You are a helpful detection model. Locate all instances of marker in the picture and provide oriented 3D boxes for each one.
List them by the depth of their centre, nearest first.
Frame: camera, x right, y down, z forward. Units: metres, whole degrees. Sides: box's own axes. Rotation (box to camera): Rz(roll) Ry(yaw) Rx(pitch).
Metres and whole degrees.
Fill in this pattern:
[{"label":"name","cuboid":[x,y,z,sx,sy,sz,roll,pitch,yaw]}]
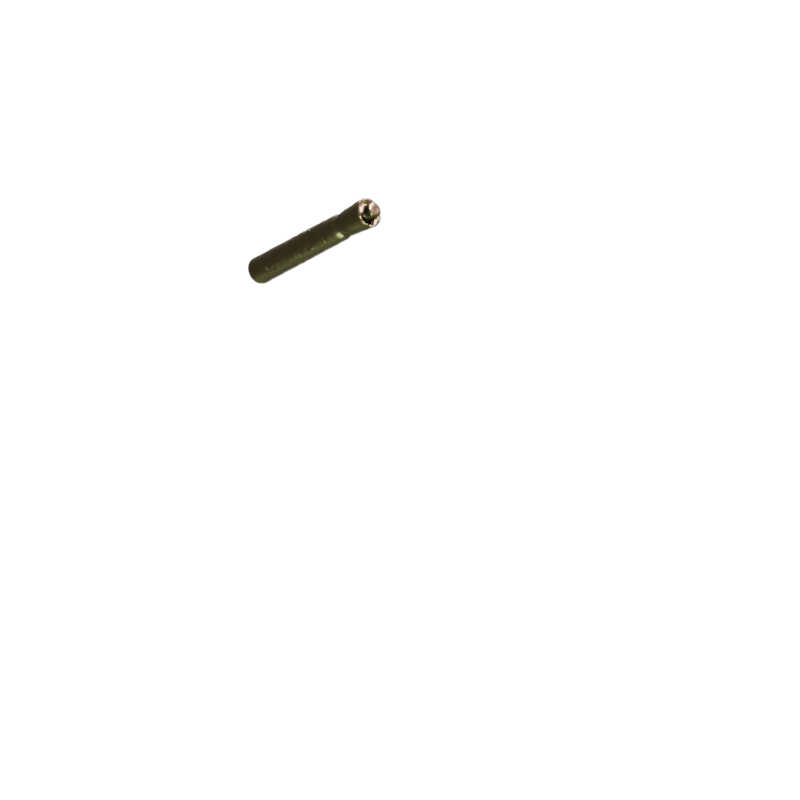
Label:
[{"label":"marker","cuboid":[-0.055,-0.101,0.709,0.019,0.020,0.122,-3,-11,-43]}]
